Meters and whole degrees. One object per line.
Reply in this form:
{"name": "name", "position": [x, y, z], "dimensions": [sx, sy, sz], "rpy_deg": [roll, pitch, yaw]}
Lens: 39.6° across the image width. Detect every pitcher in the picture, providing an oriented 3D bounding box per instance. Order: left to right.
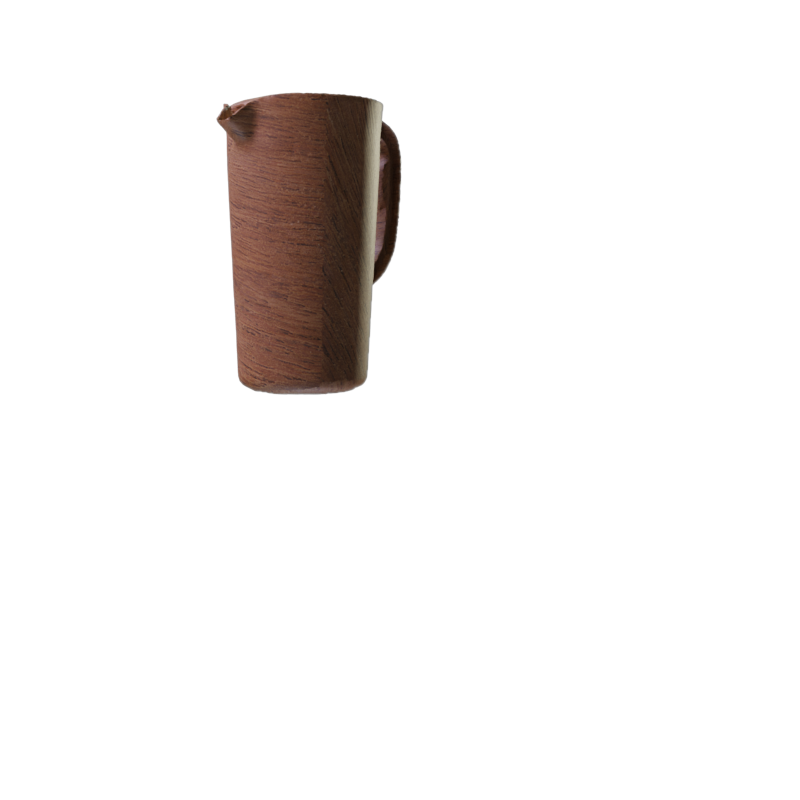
{"name": "pitcher", "position": [-0.073, -0.132, 0.928], "dimensions": [0.150, 0.243, 0.145], "rpy_deg": [0, 2, 1]}
